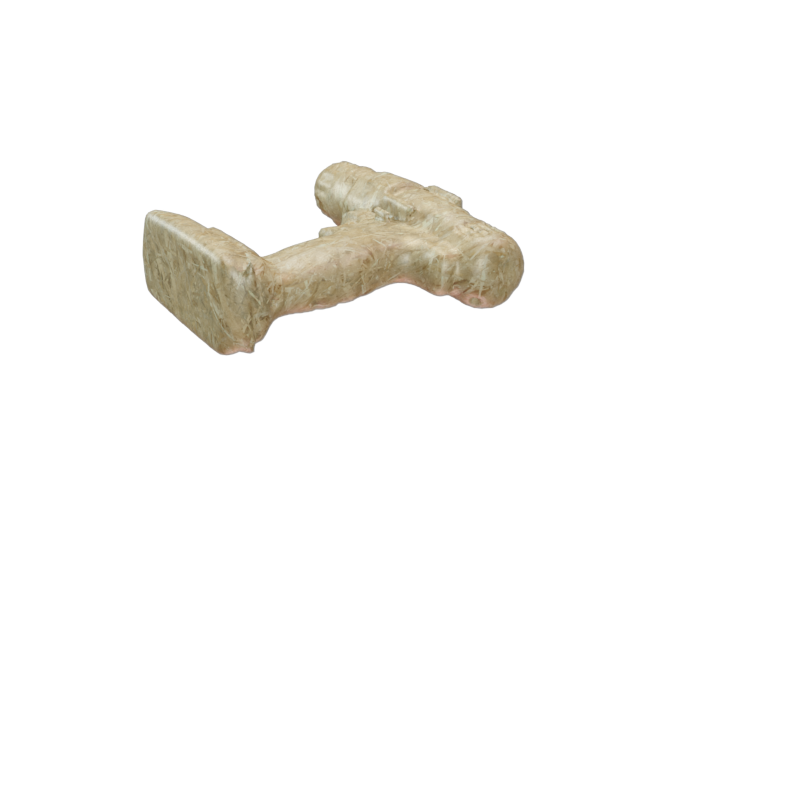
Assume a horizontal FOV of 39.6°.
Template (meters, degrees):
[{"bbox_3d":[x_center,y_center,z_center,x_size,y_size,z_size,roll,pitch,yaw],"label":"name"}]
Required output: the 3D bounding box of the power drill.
[{"bbox_3d":[-0.051,-0.093,0.649,0.184,0.054,0.198,-17,32,-30],"label":"power drill"}]
